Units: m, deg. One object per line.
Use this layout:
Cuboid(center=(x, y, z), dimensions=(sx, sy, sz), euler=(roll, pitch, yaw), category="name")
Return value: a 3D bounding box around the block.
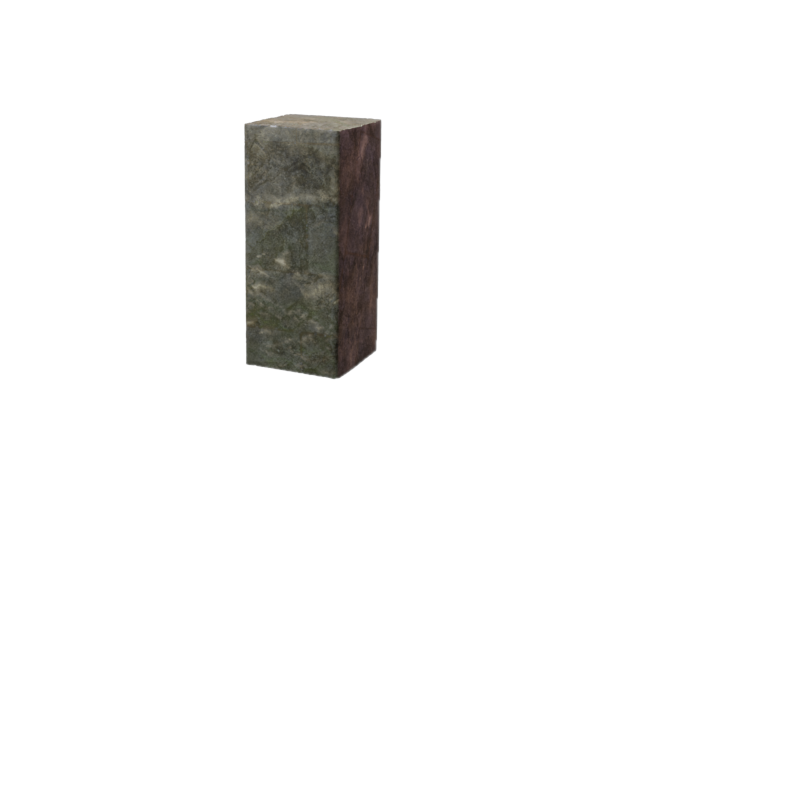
Cuboid(center=(-0.073, -0.135, 0.945), dimensions=(0.094, 0.200, 0.090), euler=(7, 15, 23), category="block")
